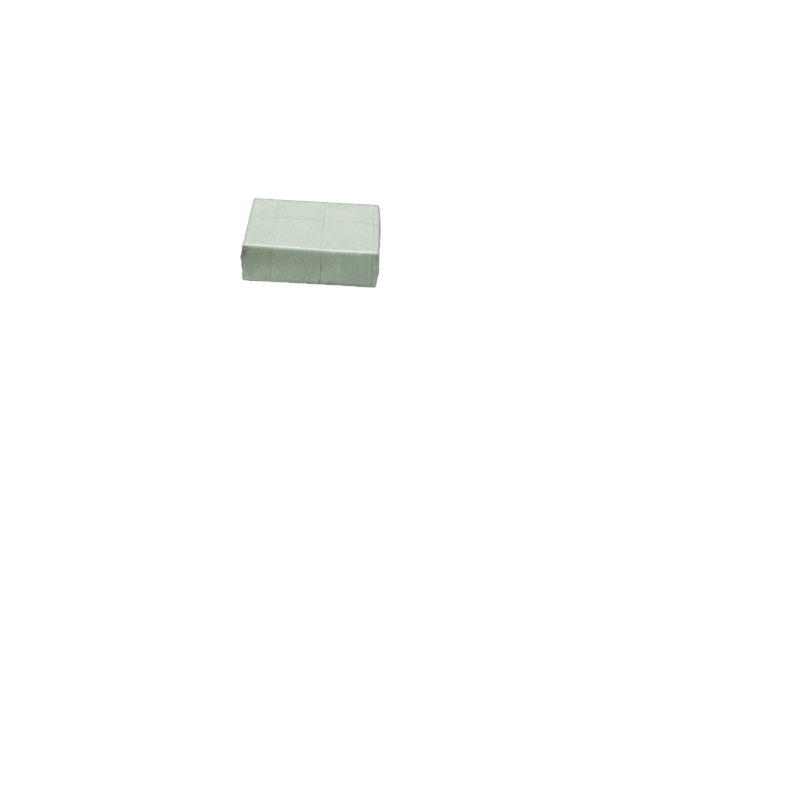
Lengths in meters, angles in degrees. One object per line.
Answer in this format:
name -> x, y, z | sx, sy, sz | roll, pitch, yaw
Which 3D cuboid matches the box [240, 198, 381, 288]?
box -> -0.073, -0.133, 0.930 | 0.114, 0.037, 0.095 | 1, 32, 1
